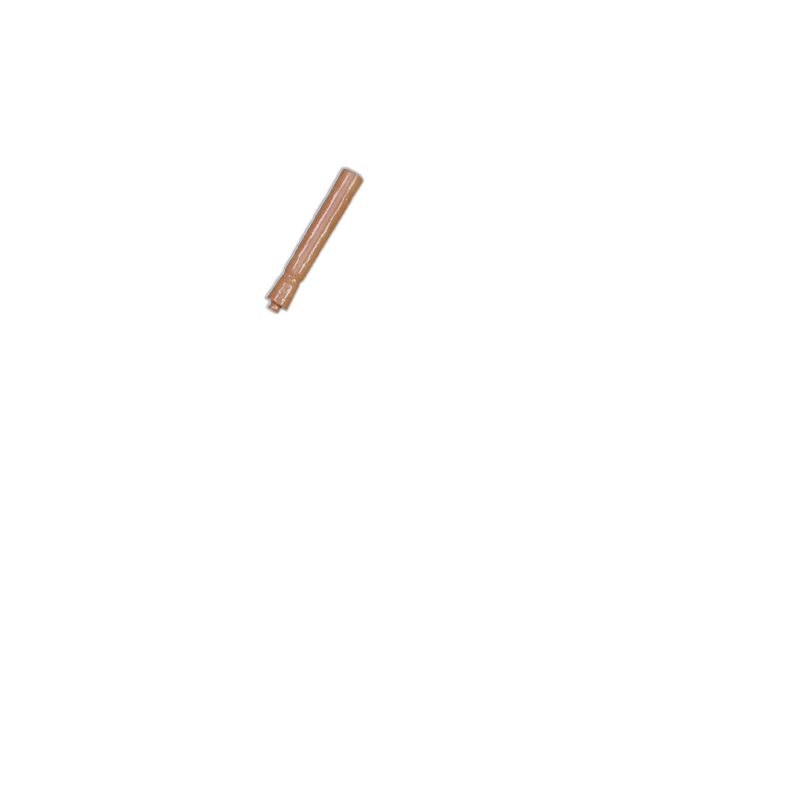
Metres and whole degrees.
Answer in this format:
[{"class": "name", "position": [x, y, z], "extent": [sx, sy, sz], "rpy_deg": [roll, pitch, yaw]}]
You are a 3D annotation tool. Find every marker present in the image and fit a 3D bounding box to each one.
[{"class": "marker", "position": [-0.065, -0.119, 0.833], "extent": [0.020, 0.122, 0.019], "rpy_deg": [29, -9, 1]}]
